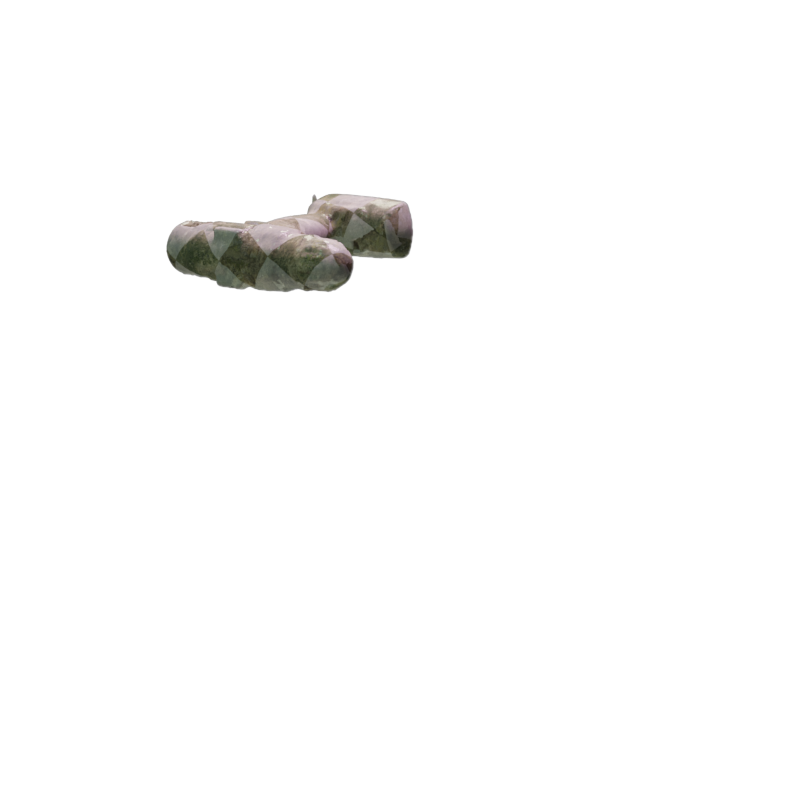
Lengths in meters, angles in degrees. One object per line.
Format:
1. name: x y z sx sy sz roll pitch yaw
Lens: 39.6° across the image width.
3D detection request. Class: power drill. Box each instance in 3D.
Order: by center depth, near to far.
1. power drill: -0.072 -0.132 0.926 0.194 0.056 0.184 13 21 37
